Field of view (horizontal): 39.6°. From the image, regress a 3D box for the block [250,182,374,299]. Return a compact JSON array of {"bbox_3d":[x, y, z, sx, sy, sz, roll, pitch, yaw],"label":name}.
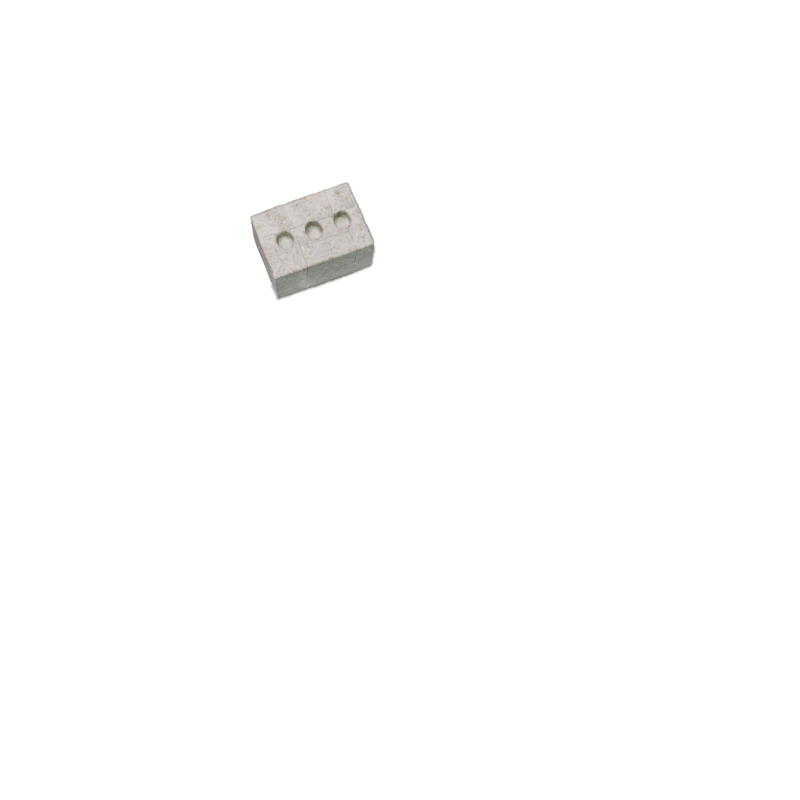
[{"bbox_3d":[-0.063,-0.115,0.808,0.078,0.055,0.049,-21,-15,-8],"label":"block"}]
